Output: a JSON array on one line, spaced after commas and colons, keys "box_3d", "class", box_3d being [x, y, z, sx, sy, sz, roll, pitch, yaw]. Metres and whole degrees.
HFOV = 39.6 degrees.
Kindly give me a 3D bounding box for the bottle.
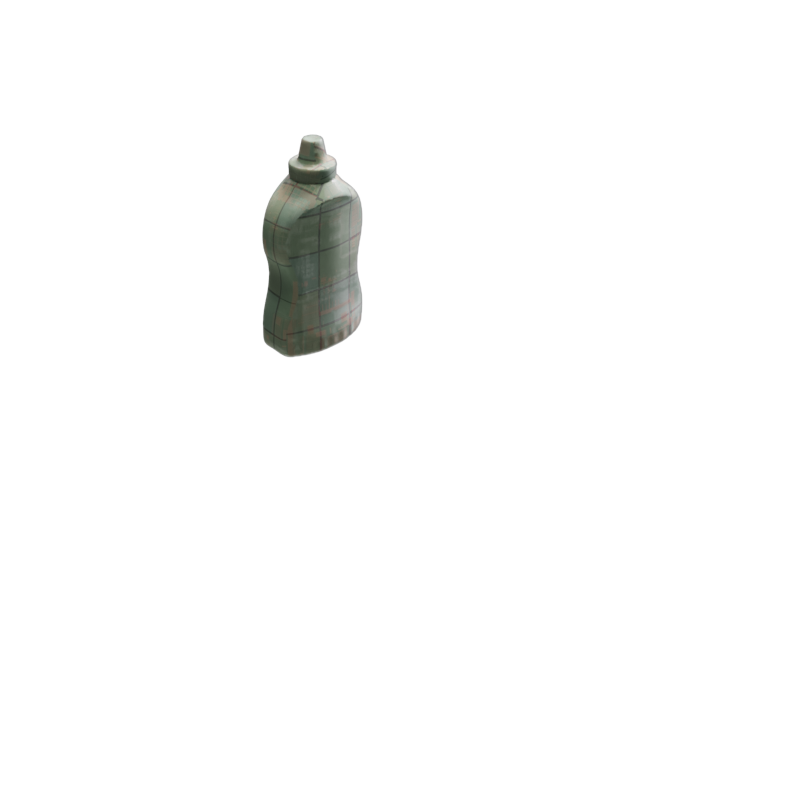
[{"box_3d": [-0.076, -0.137, 0.961, 0.095, 0.181, 0.062, -22, 37, -36], "class": "bottle"}]
